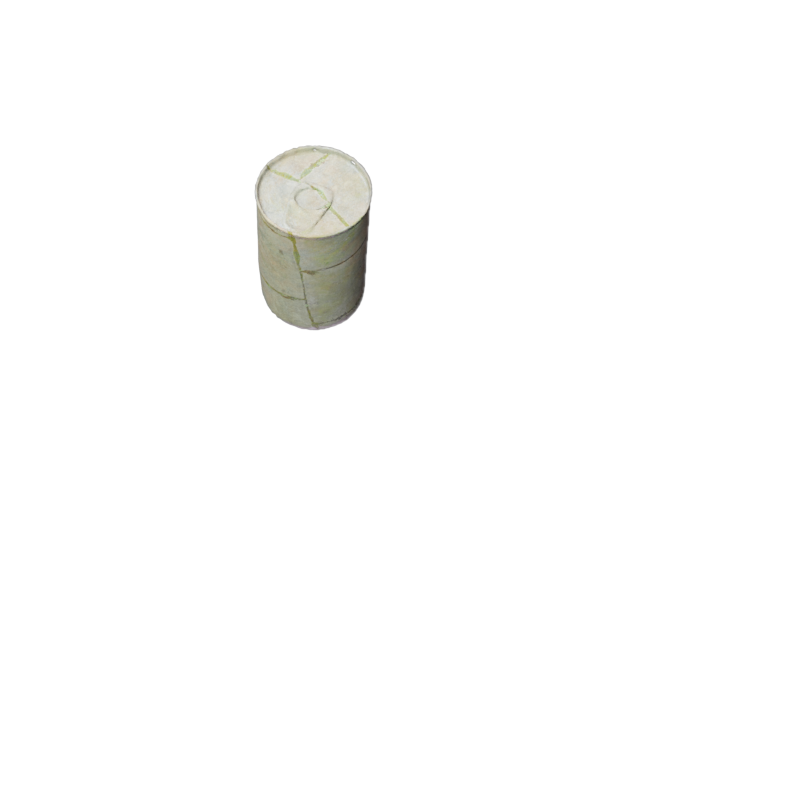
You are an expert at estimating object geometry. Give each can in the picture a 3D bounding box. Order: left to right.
[{"bbox_3d":[-0.053,-0.097,0.678,0.068,0.073,0.096,0,-32,-3],"label":"can"}]
